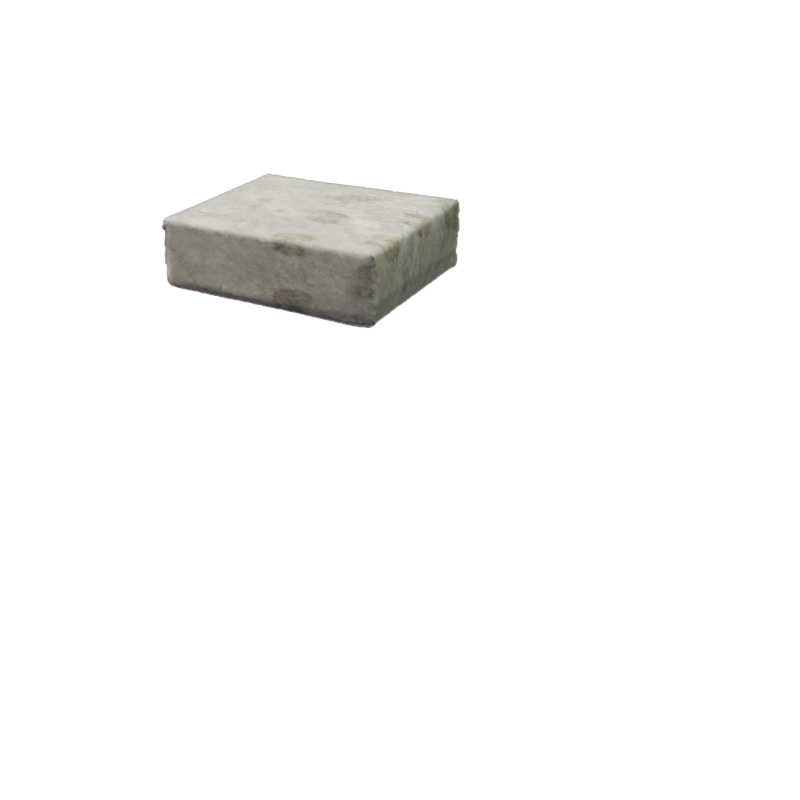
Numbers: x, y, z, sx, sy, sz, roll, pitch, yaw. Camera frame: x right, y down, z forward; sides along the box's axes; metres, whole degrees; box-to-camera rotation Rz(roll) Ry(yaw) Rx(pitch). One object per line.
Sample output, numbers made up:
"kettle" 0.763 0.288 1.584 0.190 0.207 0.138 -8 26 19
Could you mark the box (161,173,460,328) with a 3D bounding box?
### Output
"box" -0.041 -0.075 0.523 0.119 0.037 0.091 14 30 26
